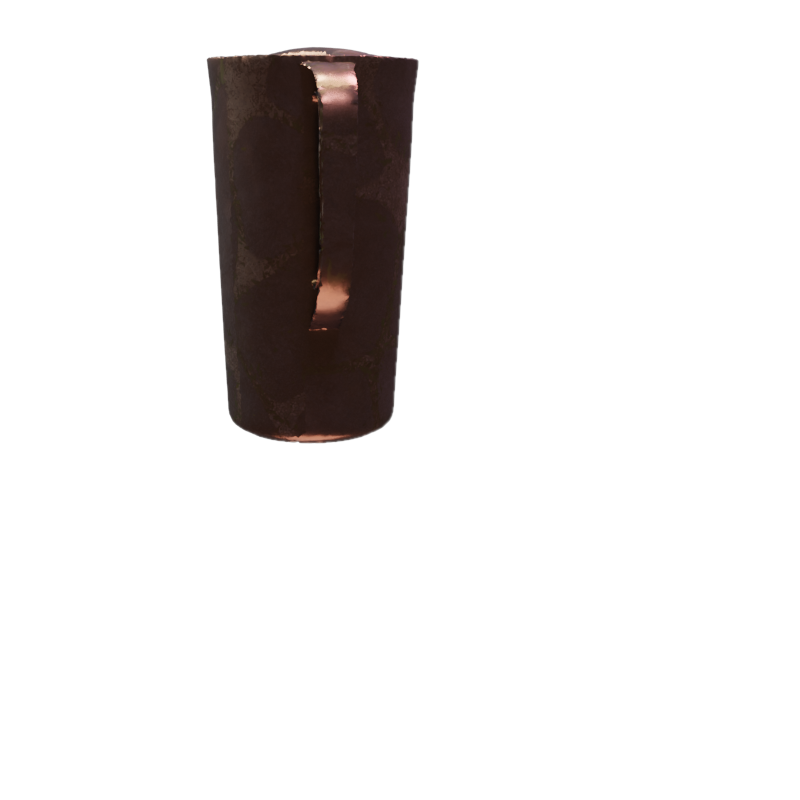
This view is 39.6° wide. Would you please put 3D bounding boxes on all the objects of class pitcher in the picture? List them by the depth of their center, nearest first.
[{"bbox_3d":[-0.055,-0.100,0.700,0.151,0.239,0.146,6,10,33],"label":"pitcher"}]
